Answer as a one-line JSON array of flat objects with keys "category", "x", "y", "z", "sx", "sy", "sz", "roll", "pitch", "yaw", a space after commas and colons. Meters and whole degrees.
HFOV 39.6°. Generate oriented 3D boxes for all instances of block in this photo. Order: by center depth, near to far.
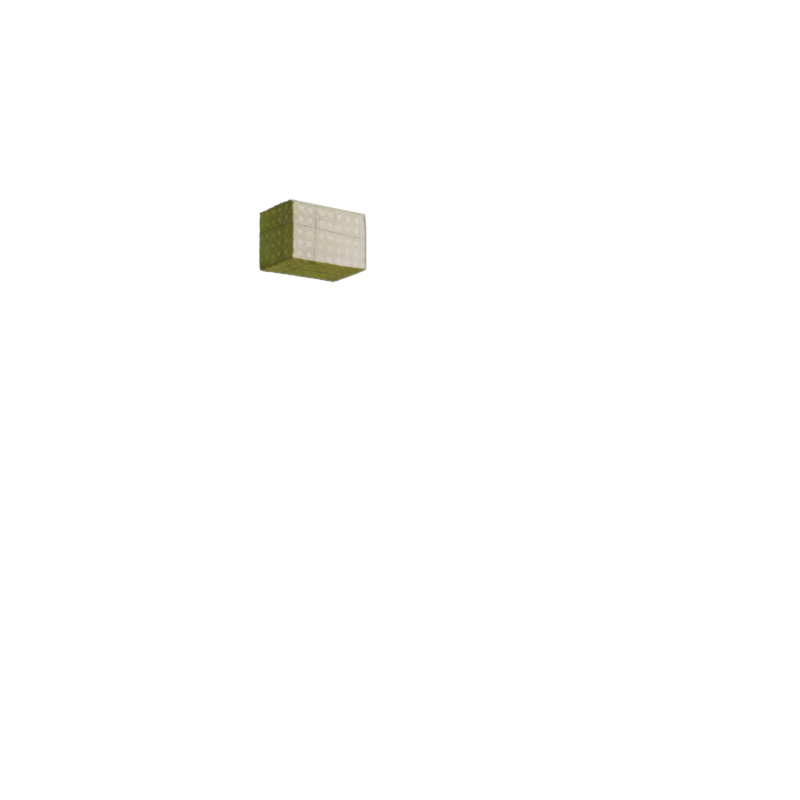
[{"category": "block", "x": -0.073, "y": -0.134, "z": 0.937, "sx": 0.074, "sy": 0.053, "sz": 0.053, "roll": 7, "pitch": -14, "yaw": -36}]
